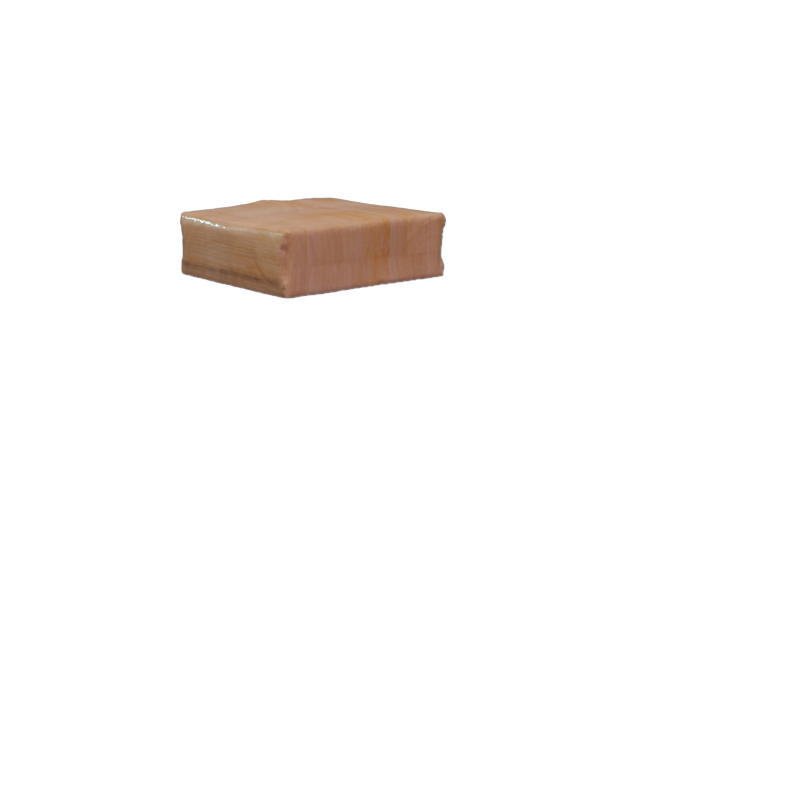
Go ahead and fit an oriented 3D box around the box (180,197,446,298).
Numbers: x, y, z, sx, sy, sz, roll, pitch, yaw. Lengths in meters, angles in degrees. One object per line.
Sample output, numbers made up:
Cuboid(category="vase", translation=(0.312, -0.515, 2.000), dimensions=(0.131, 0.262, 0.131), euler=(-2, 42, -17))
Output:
Cuboid(category="box", translation=(-0.037, -0.067, 0.469), dimensions=(0.087, 0.029, 0.077), euler=(-14, 21, -40))
